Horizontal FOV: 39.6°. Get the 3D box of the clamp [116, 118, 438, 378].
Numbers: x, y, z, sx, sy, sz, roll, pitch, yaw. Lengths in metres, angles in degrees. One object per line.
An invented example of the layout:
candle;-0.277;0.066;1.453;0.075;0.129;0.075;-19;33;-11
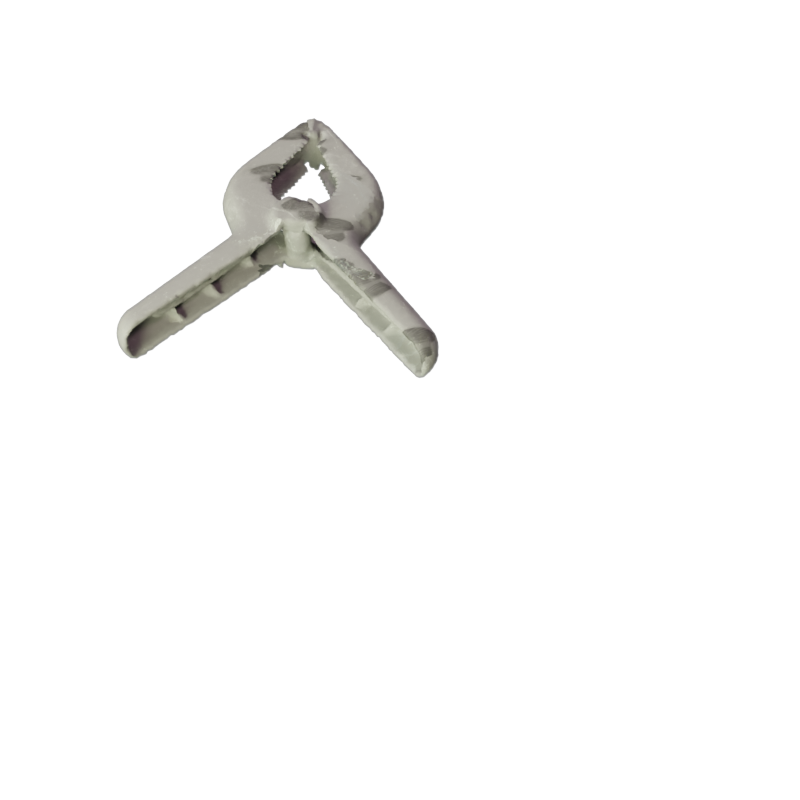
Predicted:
clamp;-0.049;-0.090;0.630;0.167;0.034;0.222;8;44;8
